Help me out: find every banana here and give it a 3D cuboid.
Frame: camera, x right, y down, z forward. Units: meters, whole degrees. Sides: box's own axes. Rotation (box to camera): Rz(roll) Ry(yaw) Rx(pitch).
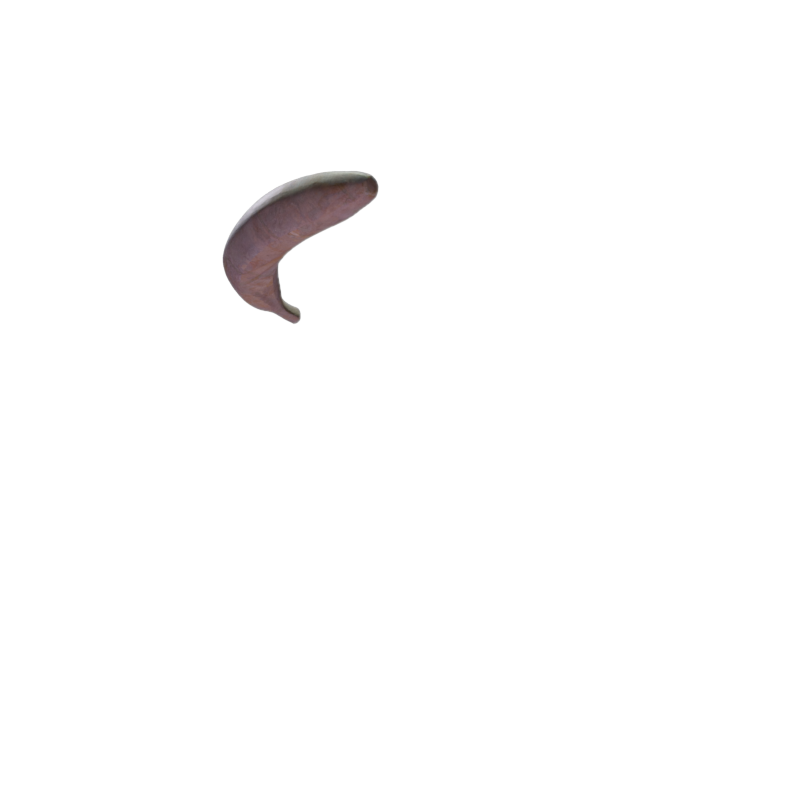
[{"bbox_3d":[-0.075,-0.102,0.714,0.068,0.039,0.193,6,-20,-17],"label":"banana"}]
